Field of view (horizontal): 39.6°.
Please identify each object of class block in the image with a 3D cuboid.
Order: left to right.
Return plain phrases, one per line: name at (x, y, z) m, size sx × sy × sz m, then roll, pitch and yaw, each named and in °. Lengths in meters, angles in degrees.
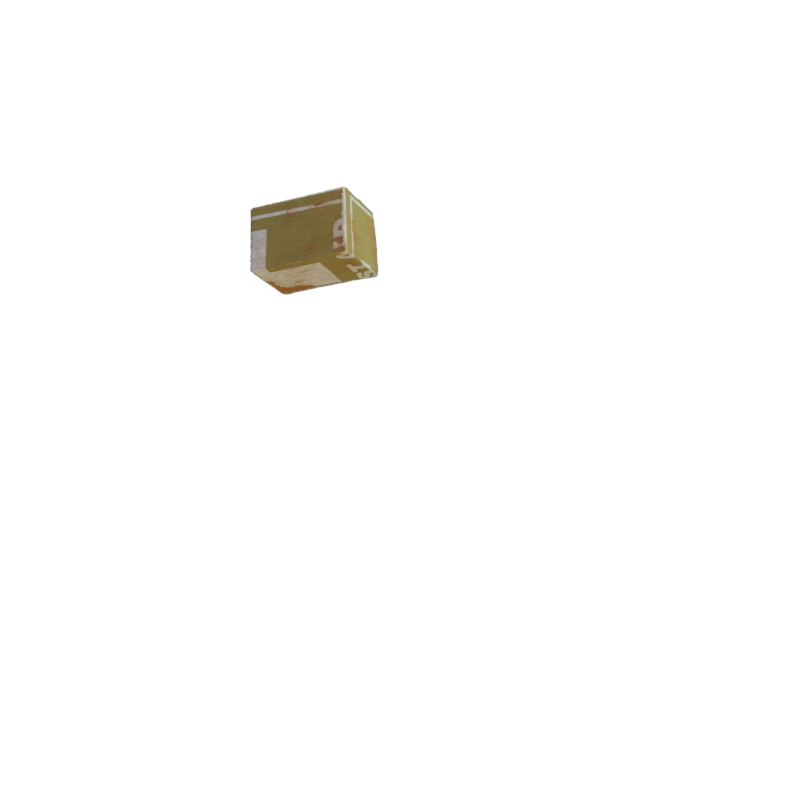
block at (-0.062, -0.113, 0.790) m, size 0.079 × 0.054 × 0.049 m, roll -9°, pitch -22°, yaw 23°
